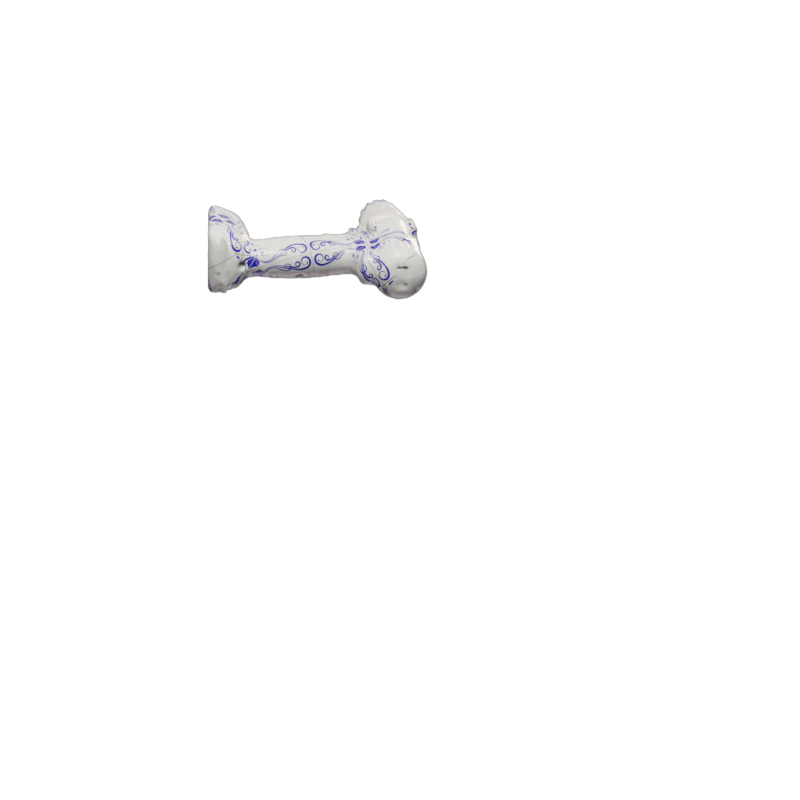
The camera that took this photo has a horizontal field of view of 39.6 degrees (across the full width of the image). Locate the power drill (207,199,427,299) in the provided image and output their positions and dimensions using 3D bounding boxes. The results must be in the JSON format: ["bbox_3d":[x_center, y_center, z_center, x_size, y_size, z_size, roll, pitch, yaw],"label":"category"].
[{"bbox_3d":[-0.077,-0.140,0.981,0.186,0.055,0.194,-2,23,-5],"label":"power drill"}]
